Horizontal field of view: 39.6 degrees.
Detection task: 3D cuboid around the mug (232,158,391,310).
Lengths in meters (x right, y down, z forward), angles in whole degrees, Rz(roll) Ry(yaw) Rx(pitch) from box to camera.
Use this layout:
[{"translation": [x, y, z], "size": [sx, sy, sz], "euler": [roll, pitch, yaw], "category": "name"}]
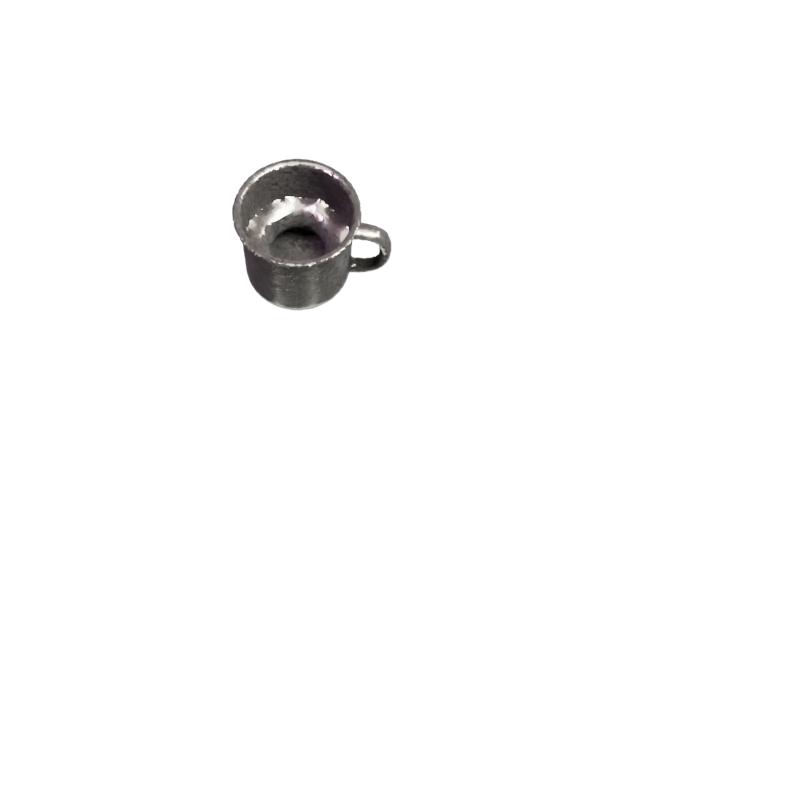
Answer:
[{"translation": [-0.065, -0.119, 0.831], "size": [0.117, 0.099, 0.077], "euler": [5, -28, 2], "category": "mug"}]
